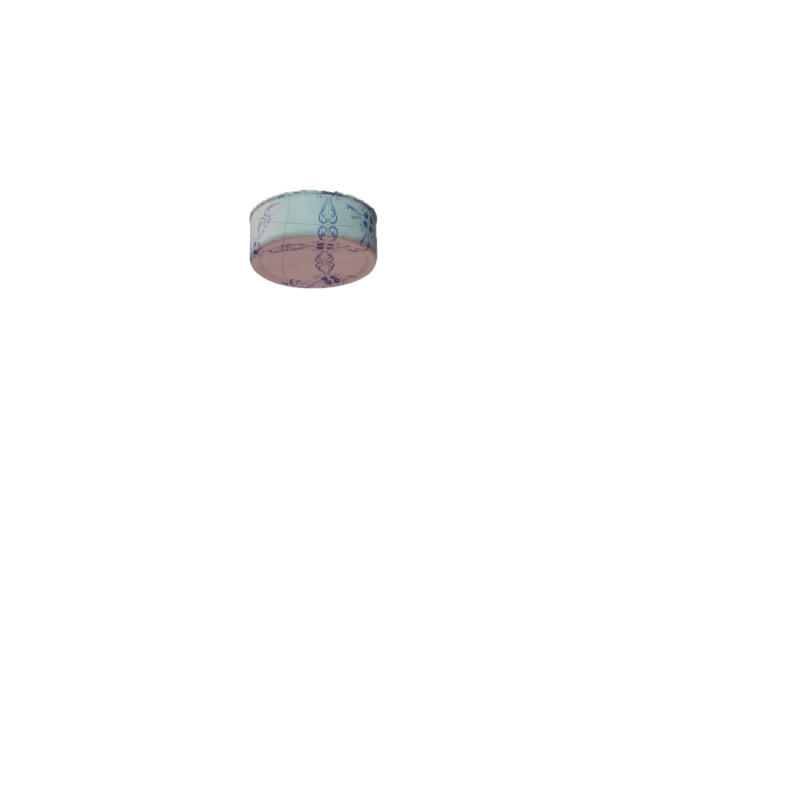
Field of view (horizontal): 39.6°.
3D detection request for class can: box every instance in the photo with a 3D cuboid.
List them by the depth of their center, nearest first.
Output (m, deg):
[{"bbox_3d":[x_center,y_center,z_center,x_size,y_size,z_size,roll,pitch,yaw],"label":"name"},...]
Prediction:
[{"bbox_3d":[-0.057,-0.105,0.734,0.086,0.035,0.082,0,-20,-2],"label":"can"}]
